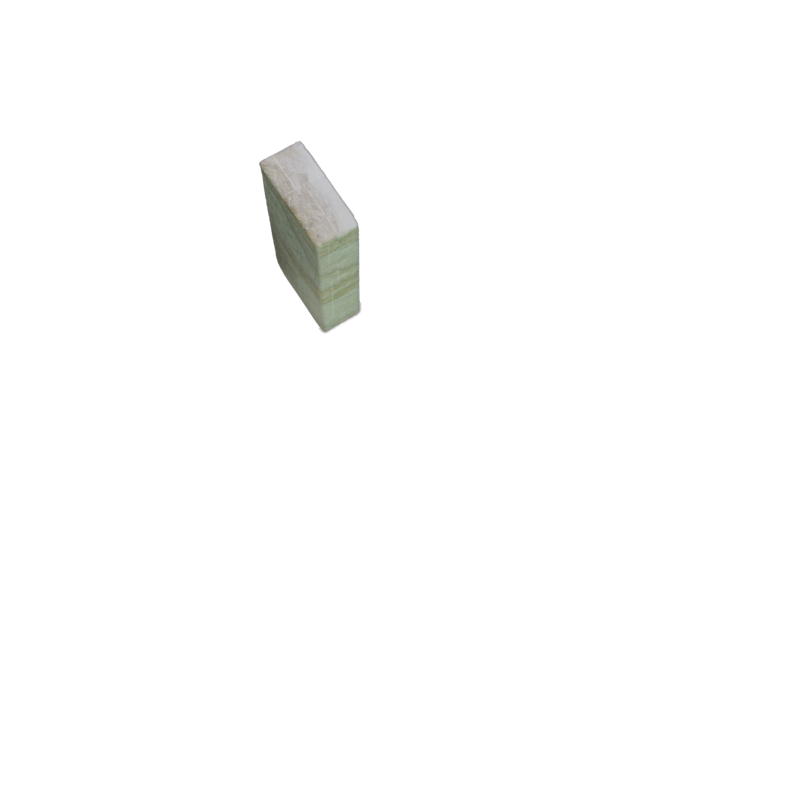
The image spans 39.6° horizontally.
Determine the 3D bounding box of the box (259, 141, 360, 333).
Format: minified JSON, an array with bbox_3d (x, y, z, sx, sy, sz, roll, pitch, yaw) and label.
[{"bbox_3d":[-0.073,-0.134,0.936,0.048,0.098,0.167,-29,-17,-14],"label":"box"}]
